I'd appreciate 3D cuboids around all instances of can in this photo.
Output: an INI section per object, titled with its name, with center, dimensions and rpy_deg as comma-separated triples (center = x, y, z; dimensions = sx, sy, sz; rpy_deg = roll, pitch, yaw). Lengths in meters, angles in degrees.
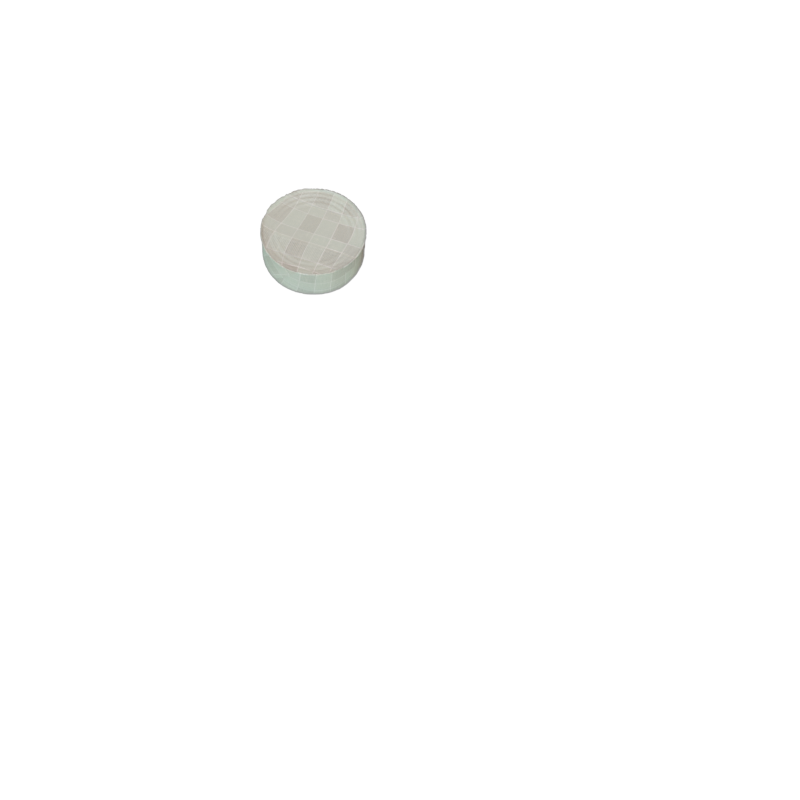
[can]
center = -0.071, -0.129, 0.903
dimensions = 0.086, 0.092, 0.031
rpy_deg = -1, -32, -1
